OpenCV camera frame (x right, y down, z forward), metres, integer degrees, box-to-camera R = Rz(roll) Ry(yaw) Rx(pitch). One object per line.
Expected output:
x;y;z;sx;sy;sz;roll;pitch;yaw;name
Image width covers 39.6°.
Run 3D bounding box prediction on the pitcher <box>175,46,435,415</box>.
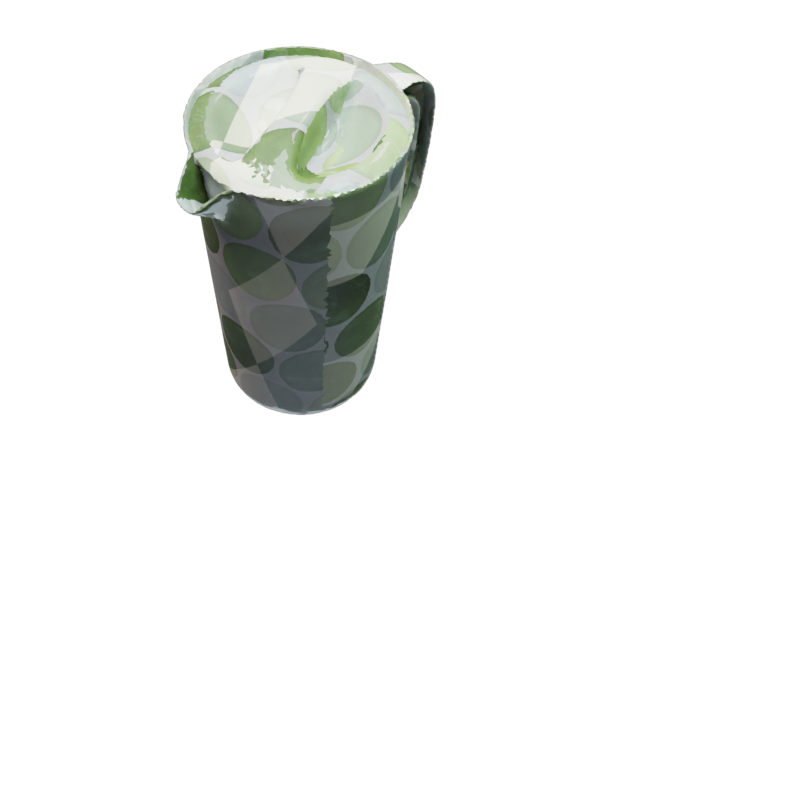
-0.057;-0.104;0.726;0.149;0.155;0.227;3;-37;-1;pitcher
